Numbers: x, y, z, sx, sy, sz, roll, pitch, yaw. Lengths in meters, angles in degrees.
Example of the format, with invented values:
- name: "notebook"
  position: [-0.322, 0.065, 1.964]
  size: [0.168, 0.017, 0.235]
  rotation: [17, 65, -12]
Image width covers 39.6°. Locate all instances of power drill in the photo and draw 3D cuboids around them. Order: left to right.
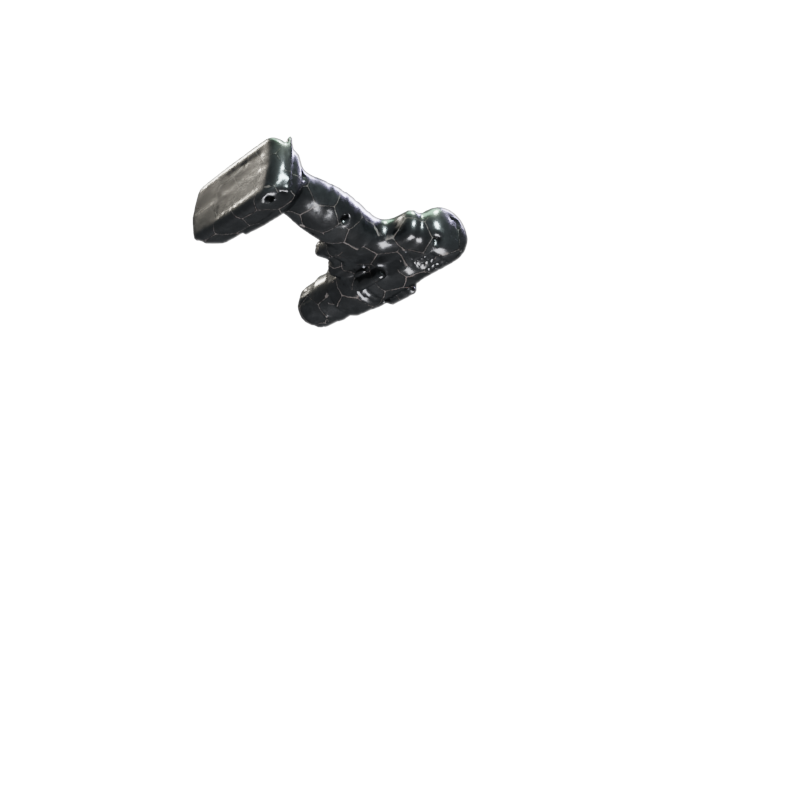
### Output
- name: "power drill"
  position: [-0.070, -0.127, 0.888]
  size: [0.177, 0.061, 0.184]
  rotation: [23, -35, -36]
